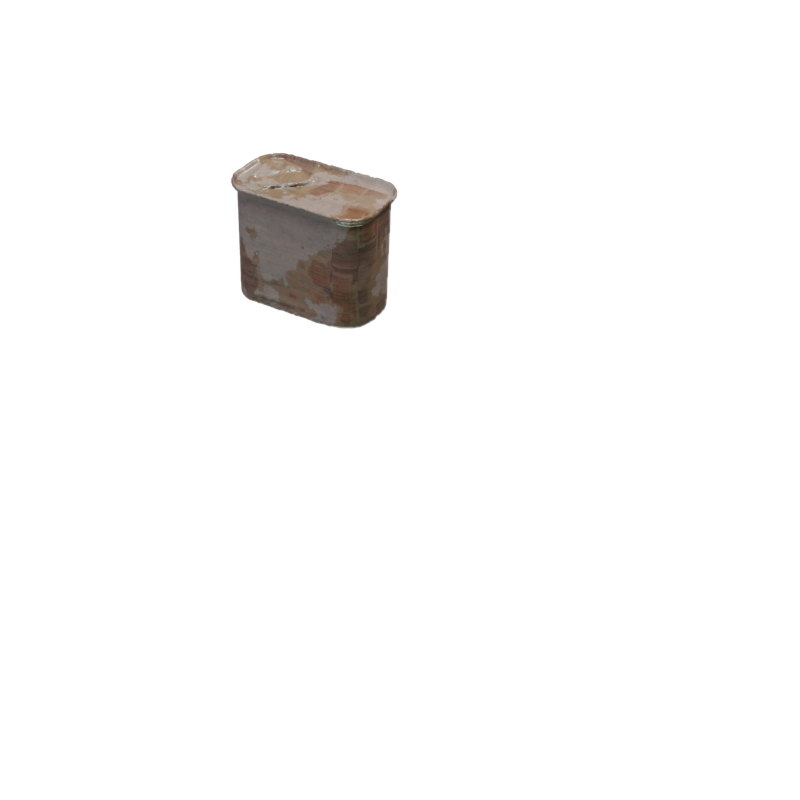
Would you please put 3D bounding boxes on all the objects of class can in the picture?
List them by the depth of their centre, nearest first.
[{"bbox_3d":[-0.055,-0.100,0.703,0.107,0.078,0.059,20,38,24],"label":"can"}]
